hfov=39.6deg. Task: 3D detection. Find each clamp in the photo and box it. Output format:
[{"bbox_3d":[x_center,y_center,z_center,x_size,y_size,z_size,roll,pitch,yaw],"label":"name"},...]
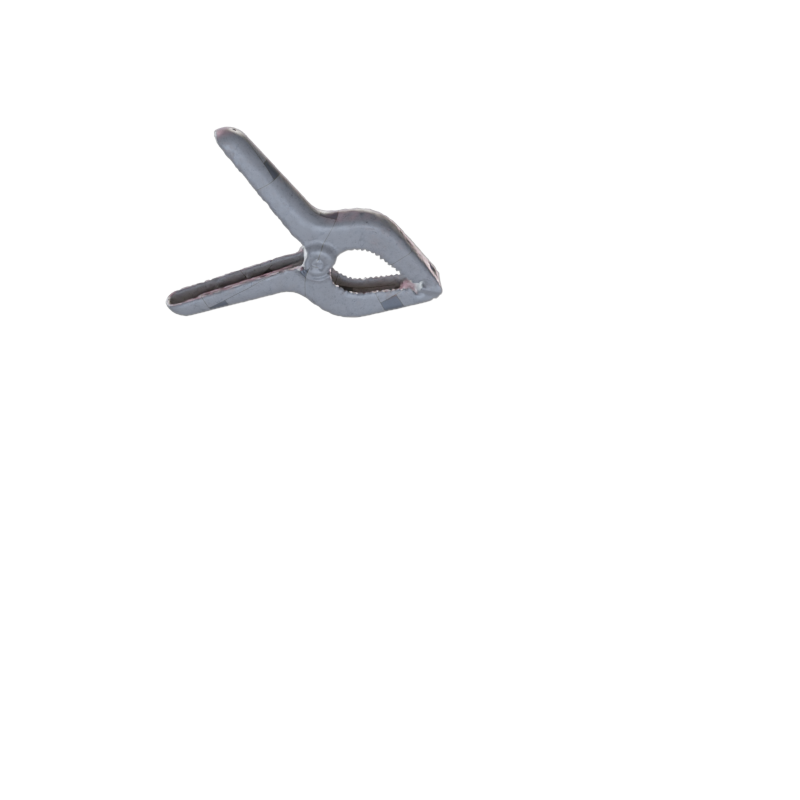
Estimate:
[{"bbox_3d":[-0.066,-0.121,0.848,0.208,0.156,0.039,9,33,-6],"label":"clamp"}]
